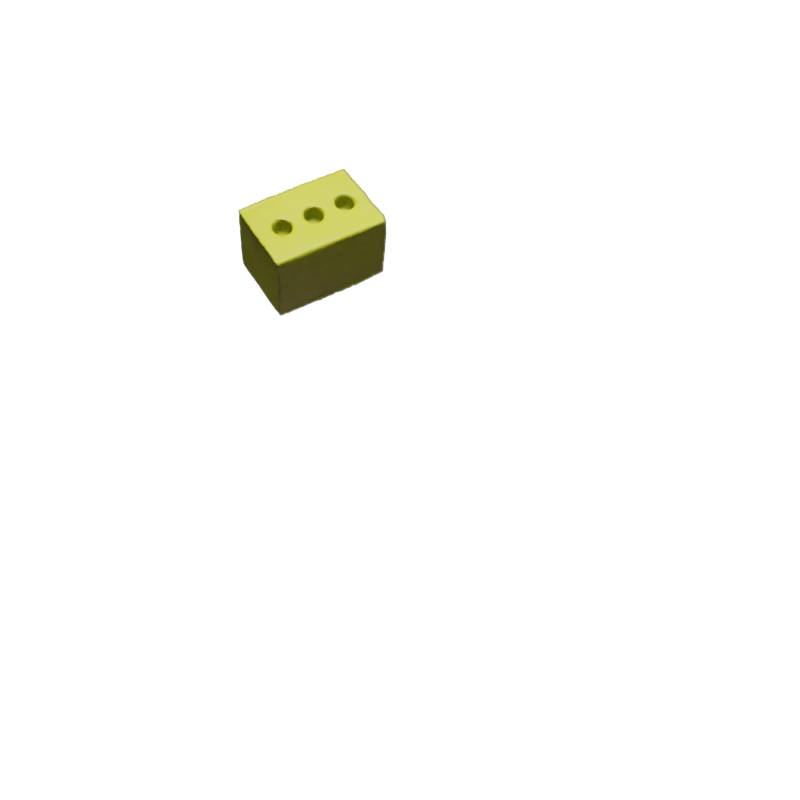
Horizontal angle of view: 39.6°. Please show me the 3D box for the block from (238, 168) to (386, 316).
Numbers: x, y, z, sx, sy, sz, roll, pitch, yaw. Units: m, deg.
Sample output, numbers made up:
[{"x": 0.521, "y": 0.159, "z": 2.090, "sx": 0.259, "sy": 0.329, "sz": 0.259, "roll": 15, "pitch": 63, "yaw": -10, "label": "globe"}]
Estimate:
[{"x": -0.054, "y": -0.099, "z": 0.691, "sx": 0.078, "sy": 0.057, "sz": 0.048, "roll": -25, "pitch": -34, "yaw": -20, "label": "block"}]
